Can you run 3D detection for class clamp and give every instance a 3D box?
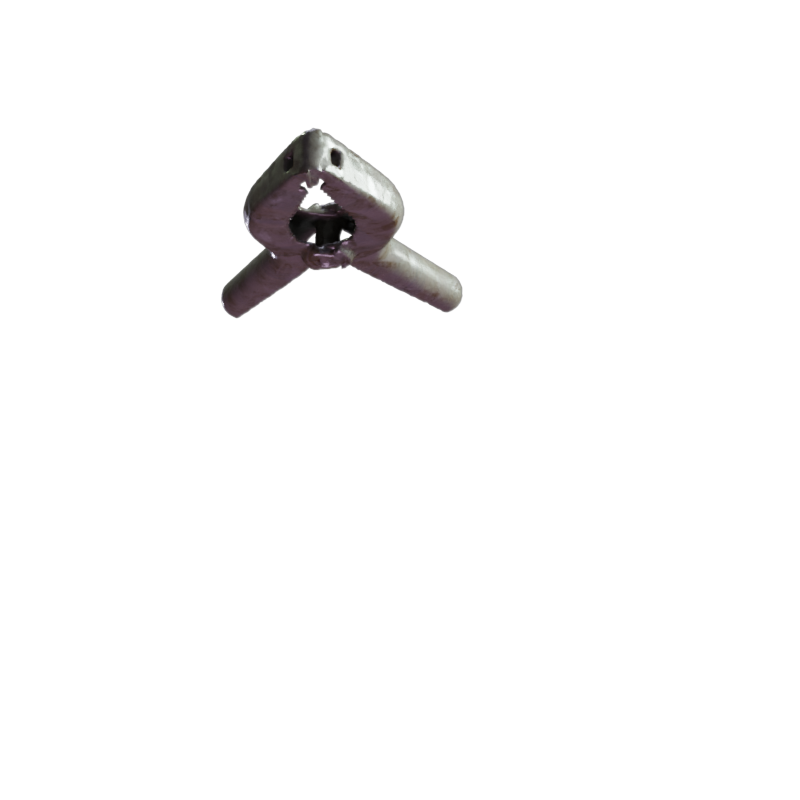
[{"bbox_3d":[-0.054,-0.098,0.688,0.166,0.038,0.197,-4,-21,10],"label":"clamp"}]
